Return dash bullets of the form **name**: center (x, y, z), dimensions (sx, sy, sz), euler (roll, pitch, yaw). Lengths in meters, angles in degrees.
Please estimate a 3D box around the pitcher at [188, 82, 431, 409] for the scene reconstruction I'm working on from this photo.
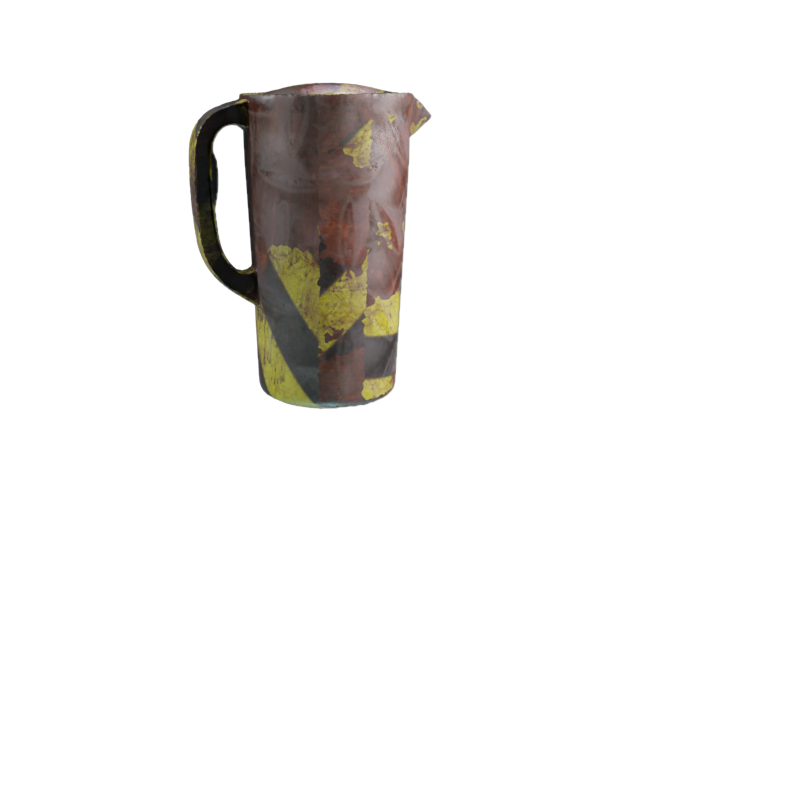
- **pitcher**: center (-0.067, -0.122, 0.857), dimensions (0.154, 0.238, 0.143), euler (5, 11, 25)
